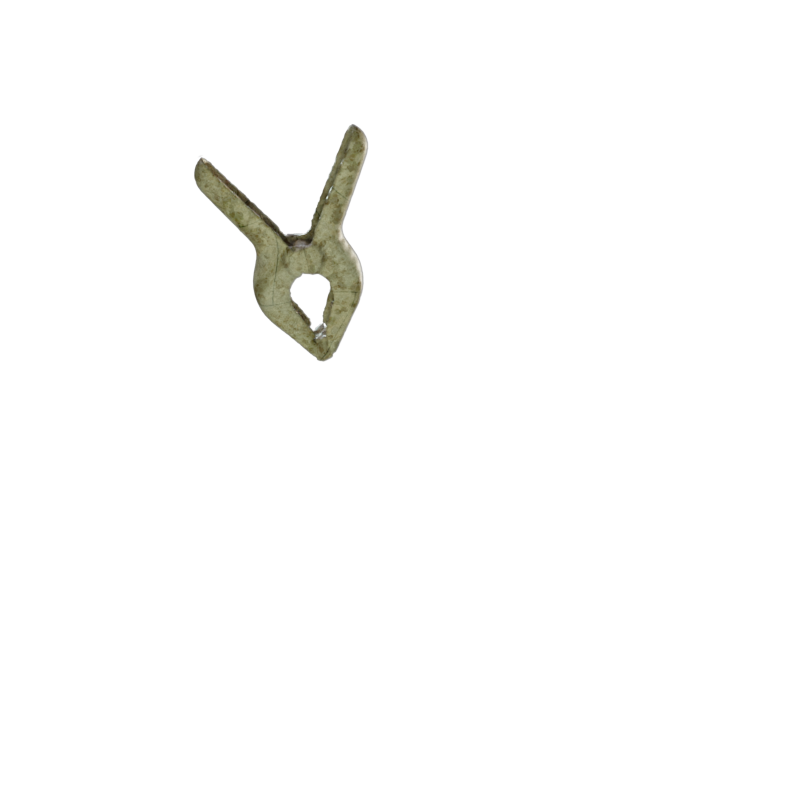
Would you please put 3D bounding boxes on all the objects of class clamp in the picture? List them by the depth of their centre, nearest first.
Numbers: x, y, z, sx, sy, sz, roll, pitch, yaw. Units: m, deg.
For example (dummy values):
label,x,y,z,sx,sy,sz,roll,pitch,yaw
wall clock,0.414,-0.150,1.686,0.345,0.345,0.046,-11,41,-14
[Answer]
label,x,y,z,sx,sy,sz,roll,pitch,yaw
clamp,-0.062,-0.112,0.786,0.120,0.161,0.041,-17,25,8
